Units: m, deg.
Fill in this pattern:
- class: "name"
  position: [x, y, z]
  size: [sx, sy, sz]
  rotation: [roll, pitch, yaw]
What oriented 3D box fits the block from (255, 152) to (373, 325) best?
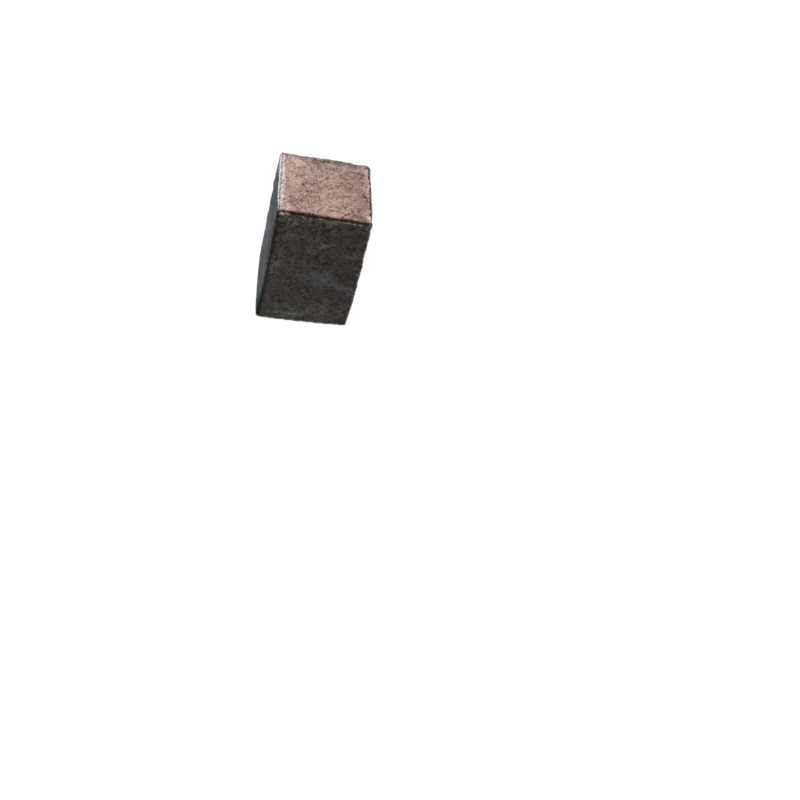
- class: "block"
  position: [-0.048, -0.088, 0.613]
  size: [0.052, 0.074, 0.055]
  rotation: [8, 43, -10]
